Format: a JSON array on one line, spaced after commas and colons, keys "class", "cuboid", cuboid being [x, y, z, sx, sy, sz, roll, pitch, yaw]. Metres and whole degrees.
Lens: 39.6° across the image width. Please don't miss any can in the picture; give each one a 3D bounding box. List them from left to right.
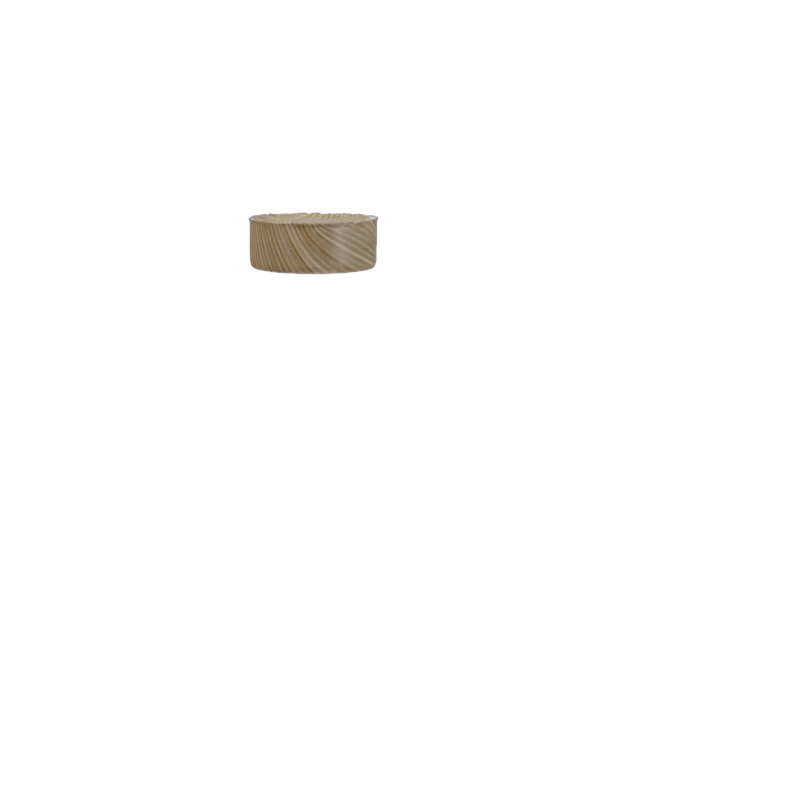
[{"class": "can", "cuboid": [-0.058, -0.105, 0.736, 0.086, 0.033, 0.088, 0, 13, -2]}]
